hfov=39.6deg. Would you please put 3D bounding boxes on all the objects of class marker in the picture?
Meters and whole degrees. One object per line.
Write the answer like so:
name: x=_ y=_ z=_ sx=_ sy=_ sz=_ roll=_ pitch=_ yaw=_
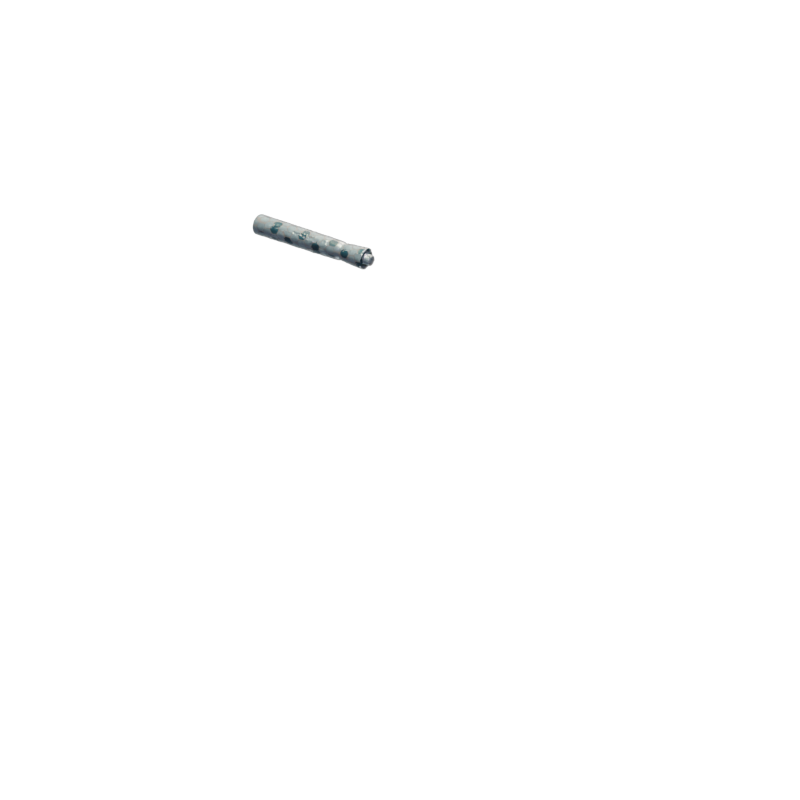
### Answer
marker: x=-0.075 y=-0.137 z=0.959 sx=0.128 sy=0.019 sz=0.019 roll=22 pitch=14 yaw=30
